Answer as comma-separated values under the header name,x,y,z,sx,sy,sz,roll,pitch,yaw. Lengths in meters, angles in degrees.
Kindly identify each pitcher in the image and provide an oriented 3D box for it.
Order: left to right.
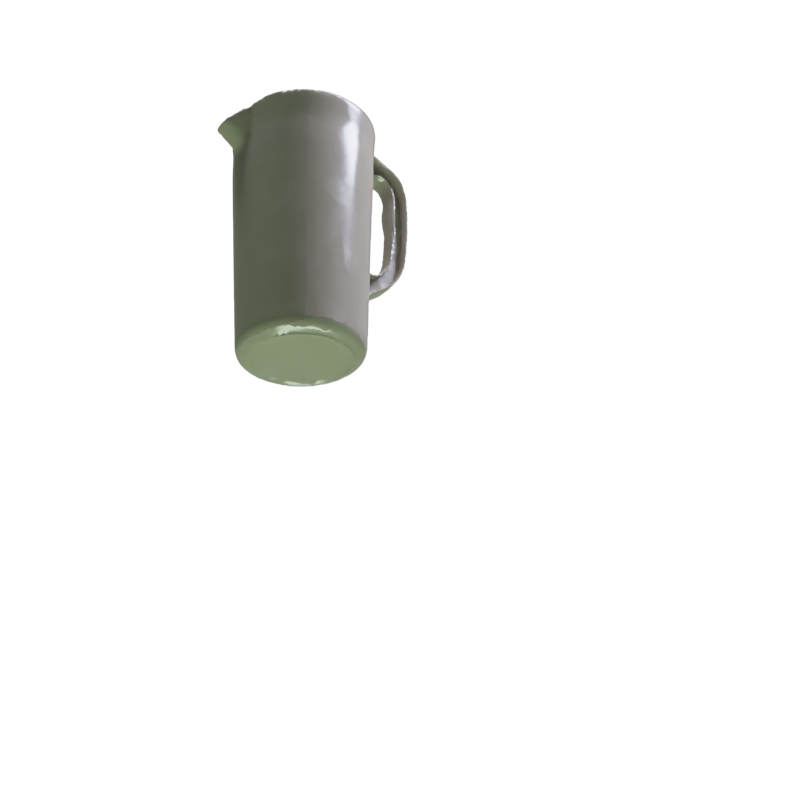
name,x,y,z,sx,sy,sz,roll,pitch,yaw
pitcher,-0.075,-0.138,0.964,0.151,0.259,0.134,-8,-32,10
